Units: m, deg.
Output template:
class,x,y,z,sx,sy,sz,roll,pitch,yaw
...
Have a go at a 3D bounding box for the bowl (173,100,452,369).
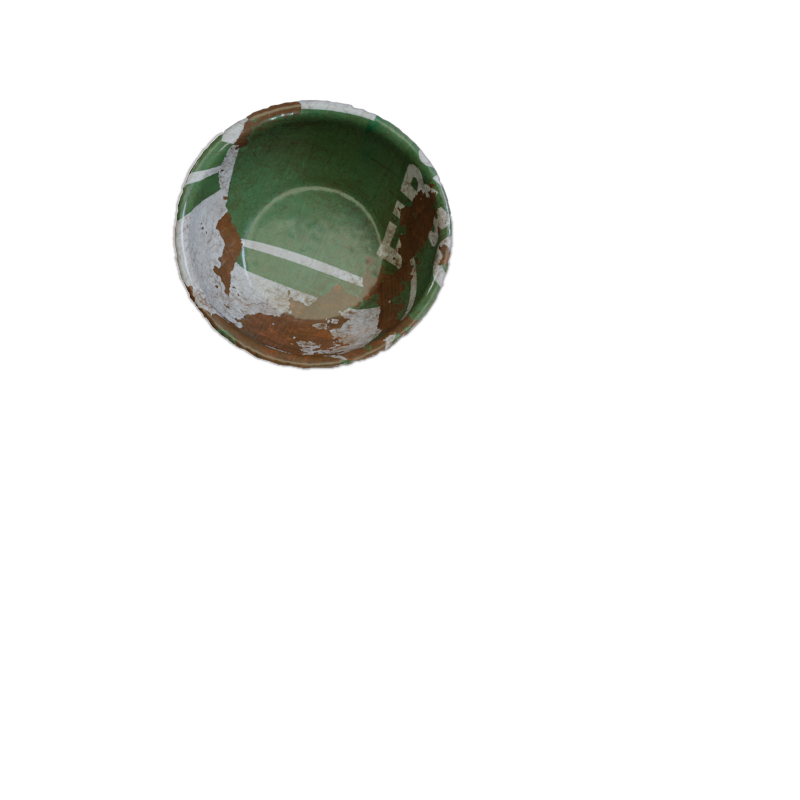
class,x,y,z,sx,sy,sz,roll,pitch,yaw
bowl,-0.052,-0.095,0.664,0.162,0.168,0.053,0,-14,-1
